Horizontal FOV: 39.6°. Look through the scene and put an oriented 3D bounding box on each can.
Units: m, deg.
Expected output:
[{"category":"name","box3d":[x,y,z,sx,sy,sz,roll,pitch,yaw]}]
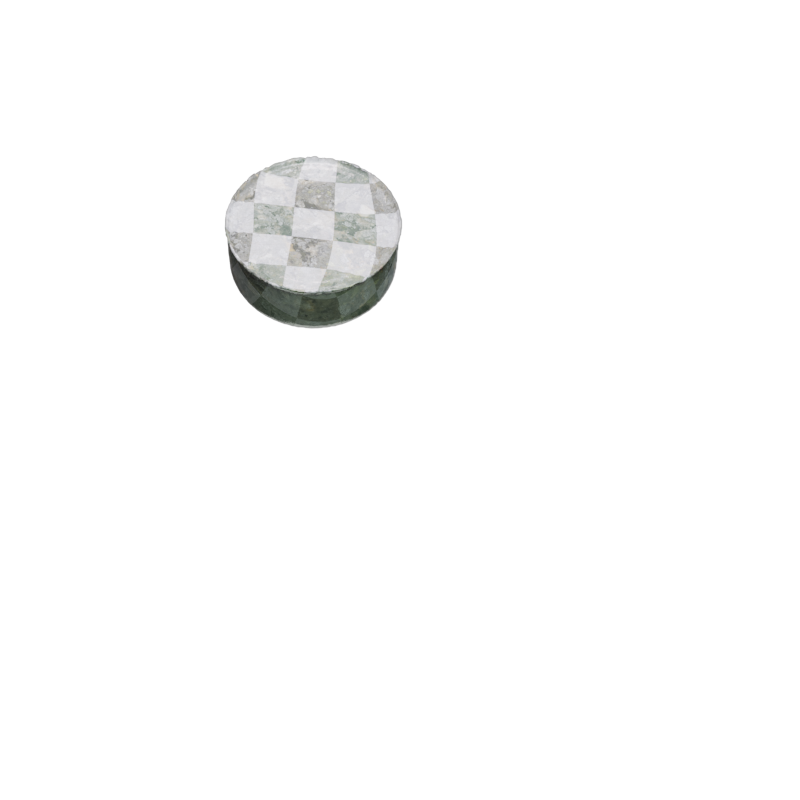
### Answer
[{"category":"can","box3d":[-0.043,-0.078,0.549,0.086,0.092,0.031,-1,-36,-1]}]
